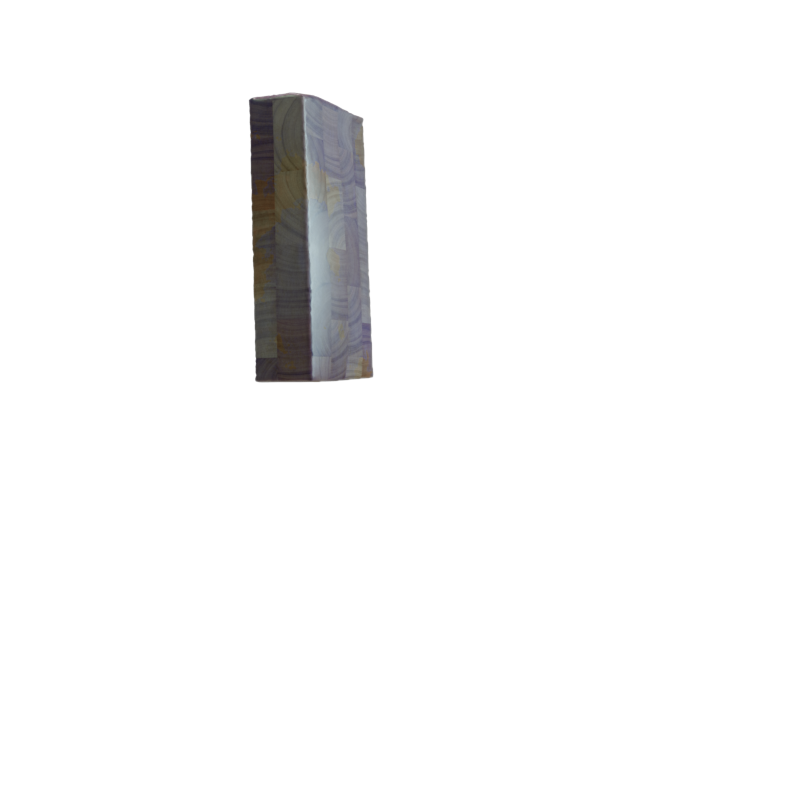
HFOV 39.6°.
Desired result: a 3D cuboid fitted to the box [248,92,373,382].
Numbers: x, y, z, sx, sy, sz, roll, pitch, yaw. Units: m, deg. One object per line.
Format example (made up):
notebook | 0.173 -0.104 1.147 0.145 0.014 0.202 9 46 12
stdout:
box | -0.055 -0.101 0.707 0.049 0.178 0.090 -2 -4 24
